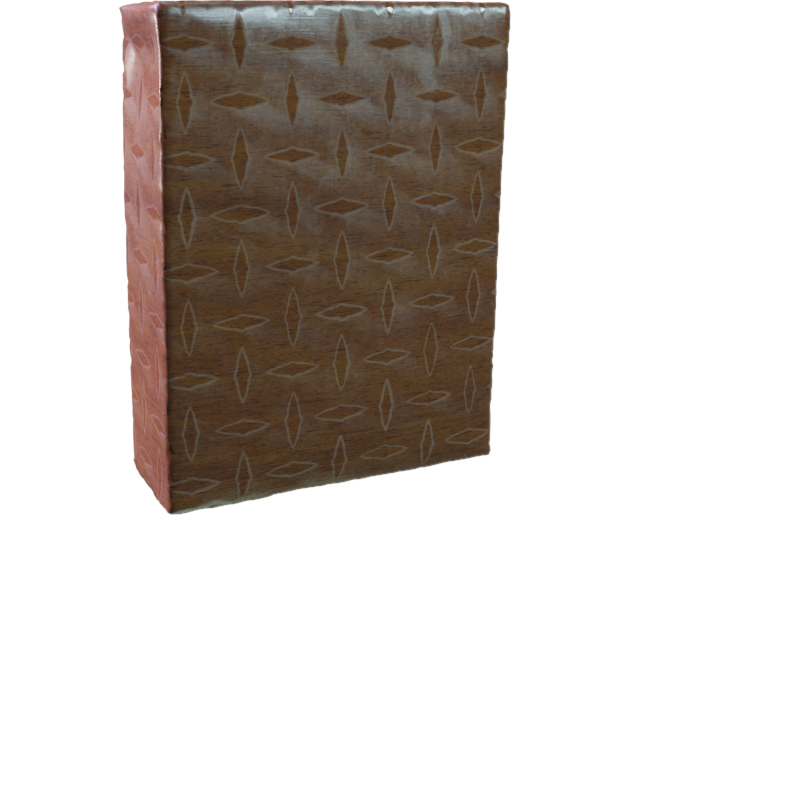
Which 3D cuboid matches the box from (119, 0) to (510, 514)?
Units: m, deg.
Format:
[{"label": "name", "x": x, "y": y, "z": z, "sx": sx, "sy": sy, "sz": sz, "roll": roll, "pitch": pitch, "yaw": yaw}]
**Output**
[{"label": "box", "x": -0.039, "y": -0.072, "z": 0.504, "sx": 0.160, "sy": 0.208, "sz": 0.076, "roll": -7, "pitch": 14, "yaw": -26}]
